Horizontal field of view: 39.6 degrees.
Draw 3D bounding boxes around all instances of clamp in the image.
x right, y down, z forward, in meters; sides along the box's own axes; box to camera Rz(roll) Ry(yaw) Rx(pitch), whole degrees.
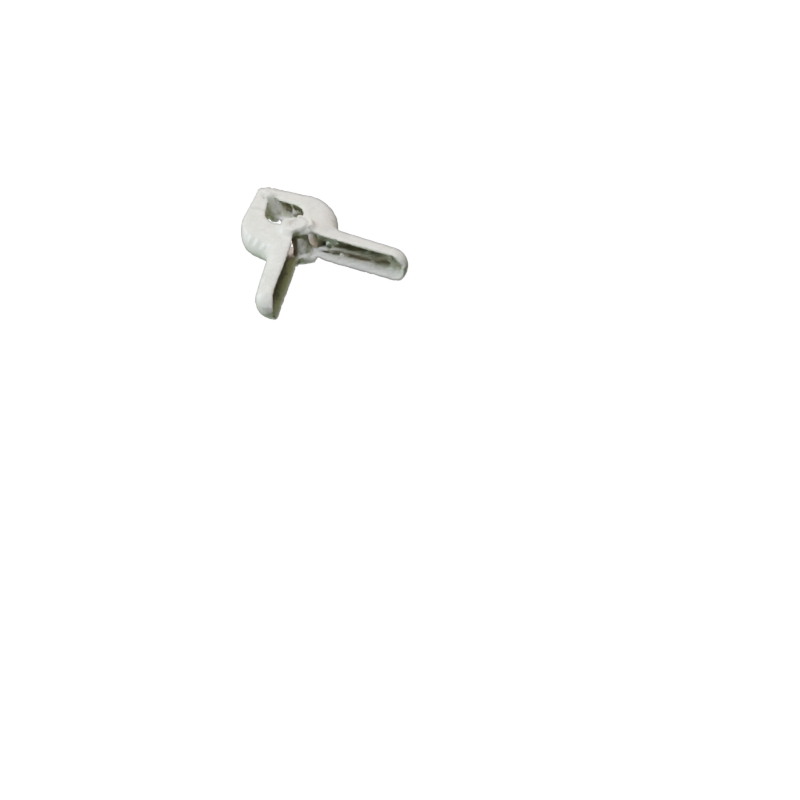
[{"bbox_3d":[-0.069,-0.126,0.885,0.119,0.037,0.185,-9,38,-12],"label":"clamp"}]
